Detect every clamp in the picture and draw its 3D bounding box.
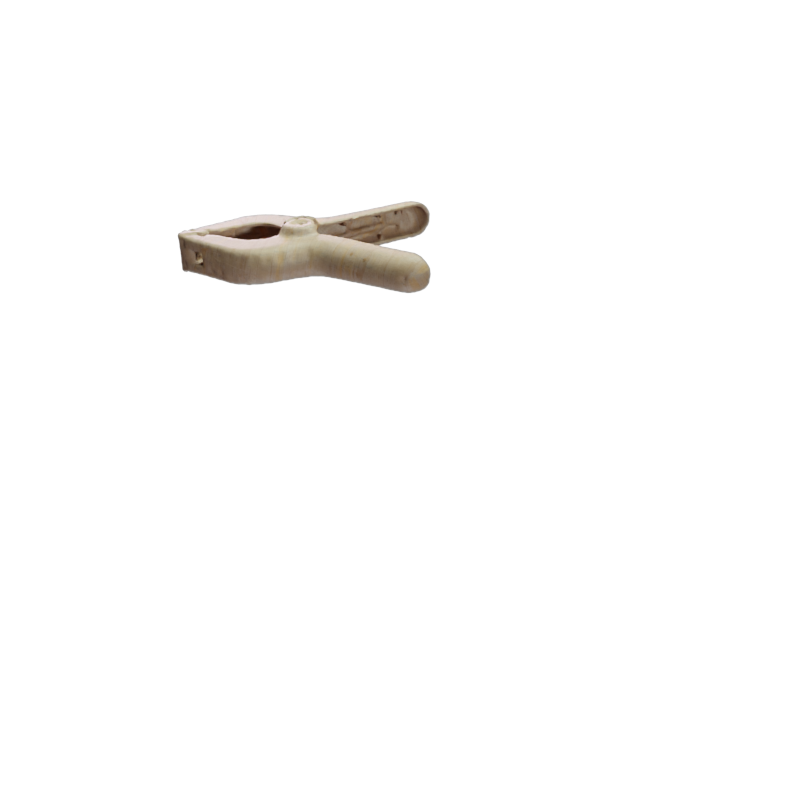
[{"bbox_3d":[-0.058,-0.105,0.737,0.175,0.038,0.123,5,22,12],"label":"clamp"}]
